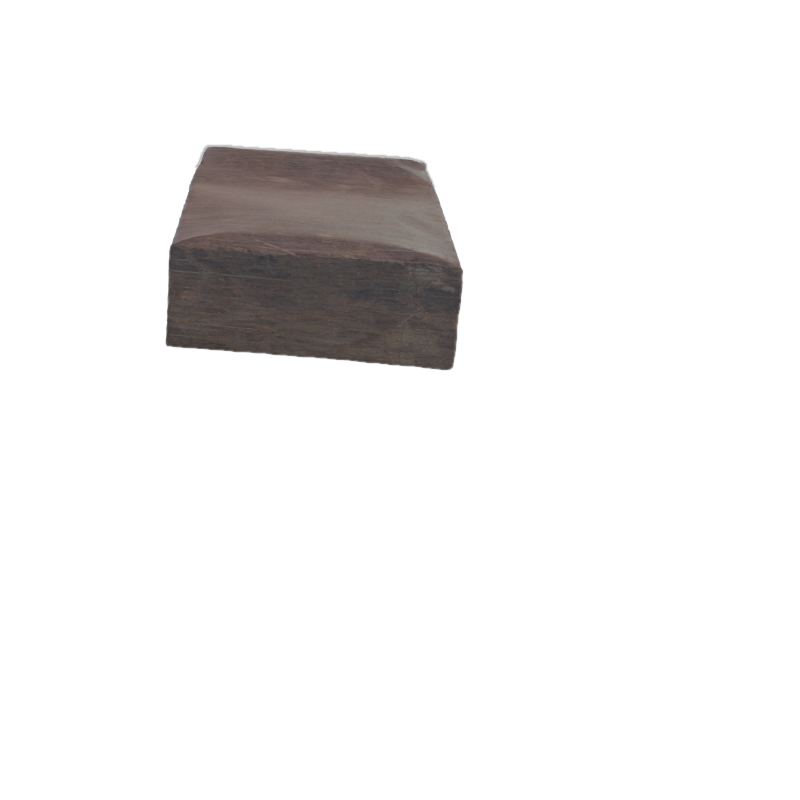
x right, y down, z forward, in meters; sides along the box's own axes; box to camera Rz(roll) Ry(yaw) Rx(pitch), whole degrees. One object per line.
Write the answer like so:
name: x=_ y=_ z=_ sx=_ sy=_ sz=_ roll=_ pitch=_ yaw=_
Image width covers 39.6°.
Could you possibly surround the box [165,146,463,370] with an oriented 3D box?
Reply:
box: x=-0.055 y=-0.101 z=0.705 sx=0.163 sy=0.068 sz=0.225 roll=3 pitch=26 yaw=-4
